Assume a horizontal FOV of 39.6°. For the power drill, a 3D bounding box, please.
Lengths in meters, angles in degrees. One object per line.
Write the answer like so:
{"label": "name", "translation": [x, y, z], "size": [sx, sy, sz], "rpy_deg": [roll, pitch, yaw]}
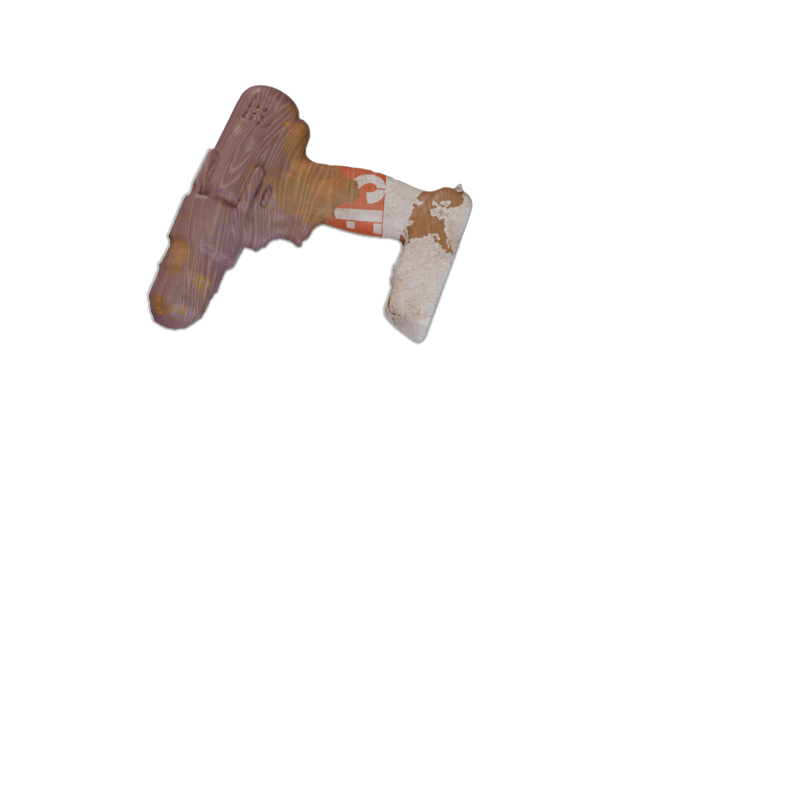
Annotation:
{"label": "power drill", "translation": [-0.059, -0.107, 0.748], "size": [0.190, 0.189, 0.055], "rpy_deg": [21, -15, 5]}
